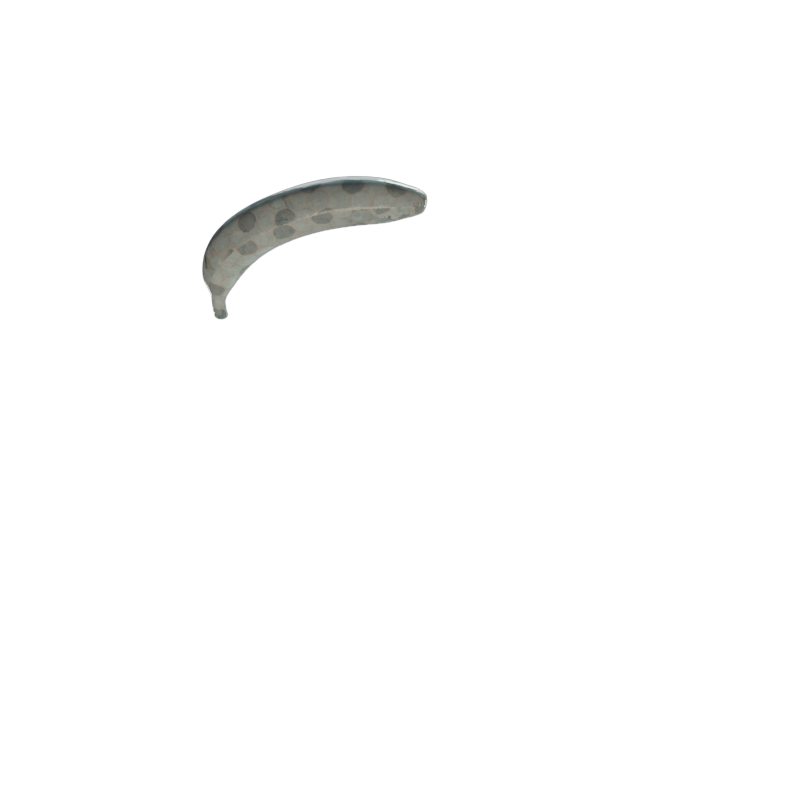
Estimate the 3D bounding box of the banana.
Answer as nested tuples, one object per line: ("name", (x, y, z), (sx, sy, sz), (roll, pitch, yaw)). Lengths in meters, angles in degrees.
("banana", (-0.079, -0.127, 0.826), (0.198, 0.039, 0.064), (-24, -47, 24))
